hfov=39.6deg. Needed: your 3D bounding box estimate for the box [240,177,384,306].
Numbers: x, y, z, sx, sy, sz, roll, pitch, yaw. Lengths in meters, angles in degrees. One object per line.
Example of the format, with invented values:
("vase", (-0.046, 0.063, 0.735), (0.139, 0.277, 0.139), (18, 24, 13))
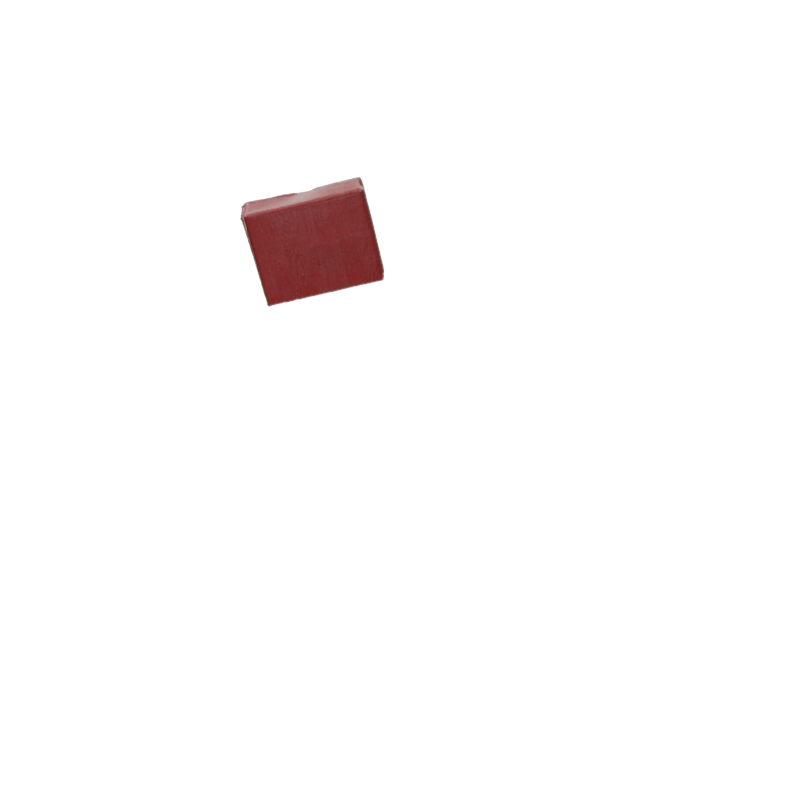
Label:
("box", (-0.062, -0.113, 0.794), (0.090, 0.069, 0.032), (-12, 26, 5))
